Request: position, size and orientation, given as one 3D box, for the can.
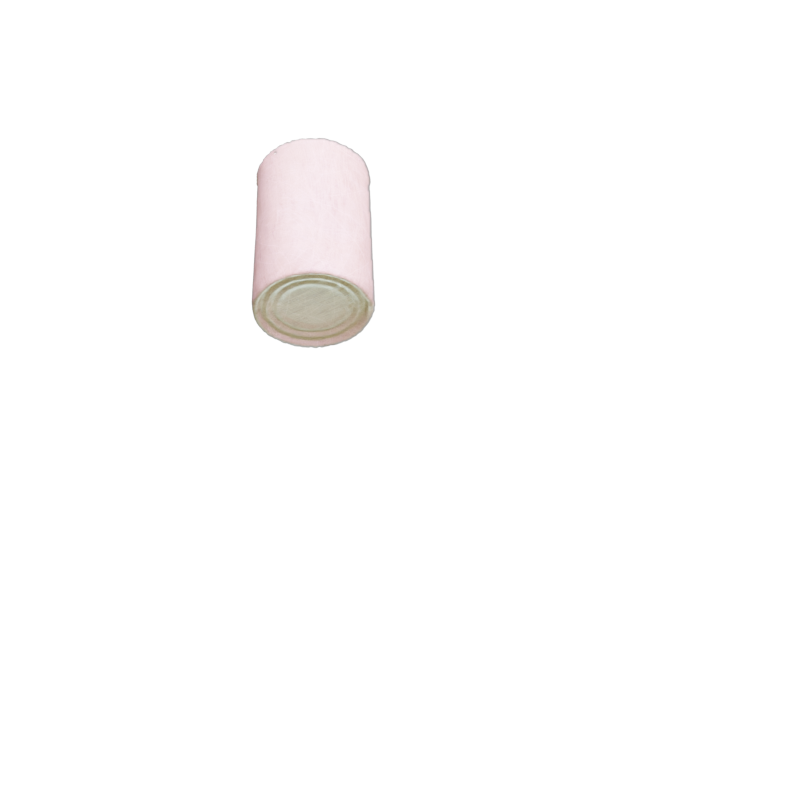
[{"bbox_3d":[-0.049,-0.090,0.628,0.068,0.110,0.064,-1,-39,-3],"label":"can"}]
